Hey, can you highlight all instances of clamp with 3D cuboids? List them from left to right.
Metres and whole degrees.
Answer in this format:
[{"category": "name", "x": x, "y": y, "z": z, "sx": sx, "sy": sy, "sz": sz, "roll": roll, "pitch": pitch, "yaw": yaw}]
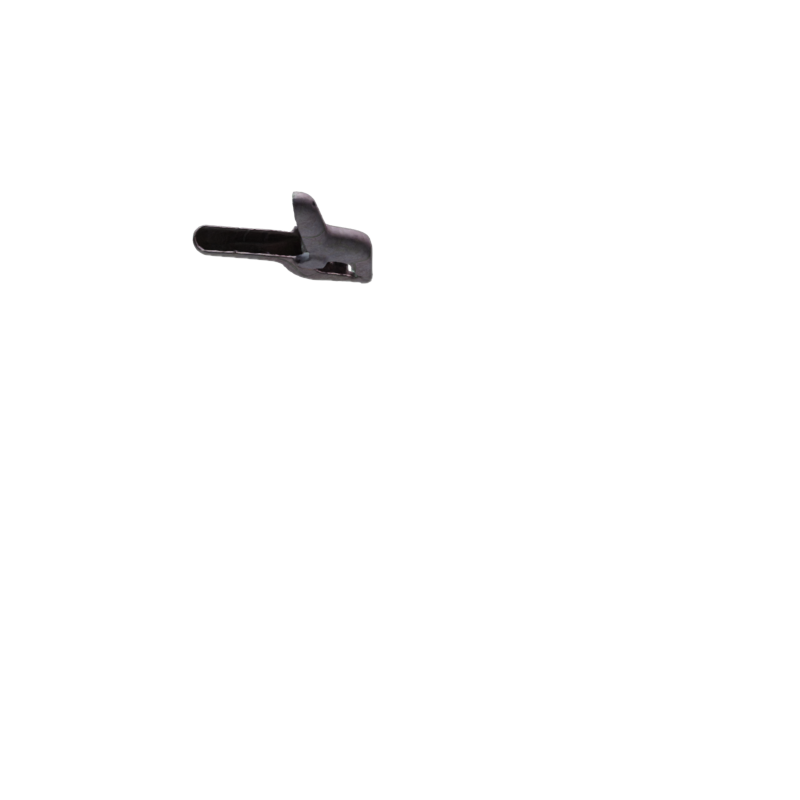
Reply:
[{"category": "clamp", "x": -0.072, "y": -0.131, "z": 0.920, "sx": 0.163, "sy": 0.040, "sz": 0.123, "roll": 7, "pitch": -10, "yaw": -43}]
